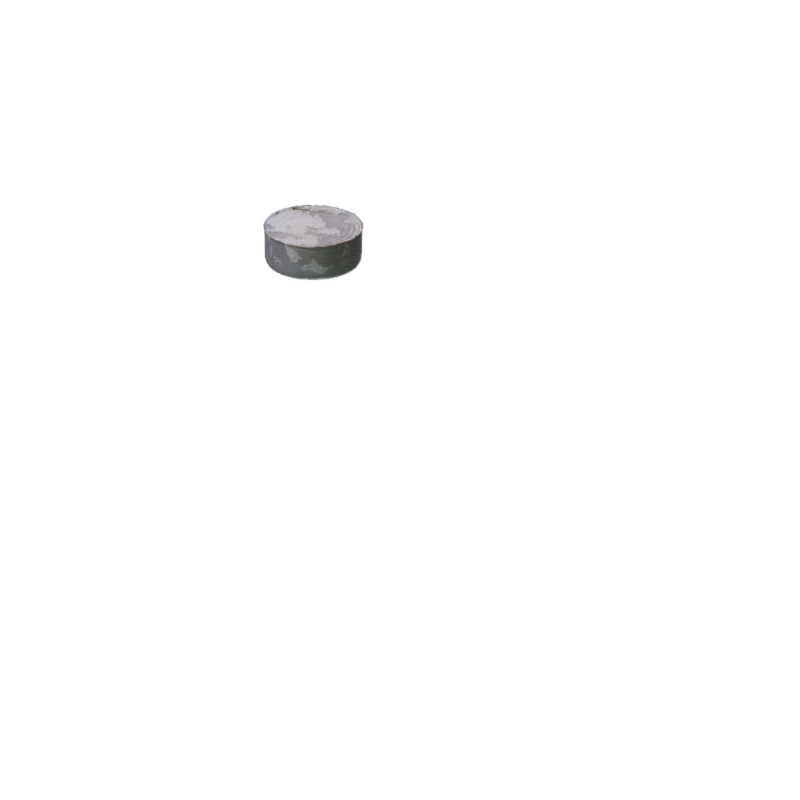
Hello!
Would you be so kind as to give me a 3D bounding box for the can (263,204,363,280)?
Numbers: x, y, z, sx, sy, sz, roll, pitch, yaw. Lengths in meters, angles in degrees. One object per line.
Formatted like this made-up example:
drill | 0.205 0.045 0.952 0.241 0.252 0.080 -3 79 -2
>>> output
can | -0.075 -0.136 0.956 0.086 0.032 0.091 -1 31 -2
